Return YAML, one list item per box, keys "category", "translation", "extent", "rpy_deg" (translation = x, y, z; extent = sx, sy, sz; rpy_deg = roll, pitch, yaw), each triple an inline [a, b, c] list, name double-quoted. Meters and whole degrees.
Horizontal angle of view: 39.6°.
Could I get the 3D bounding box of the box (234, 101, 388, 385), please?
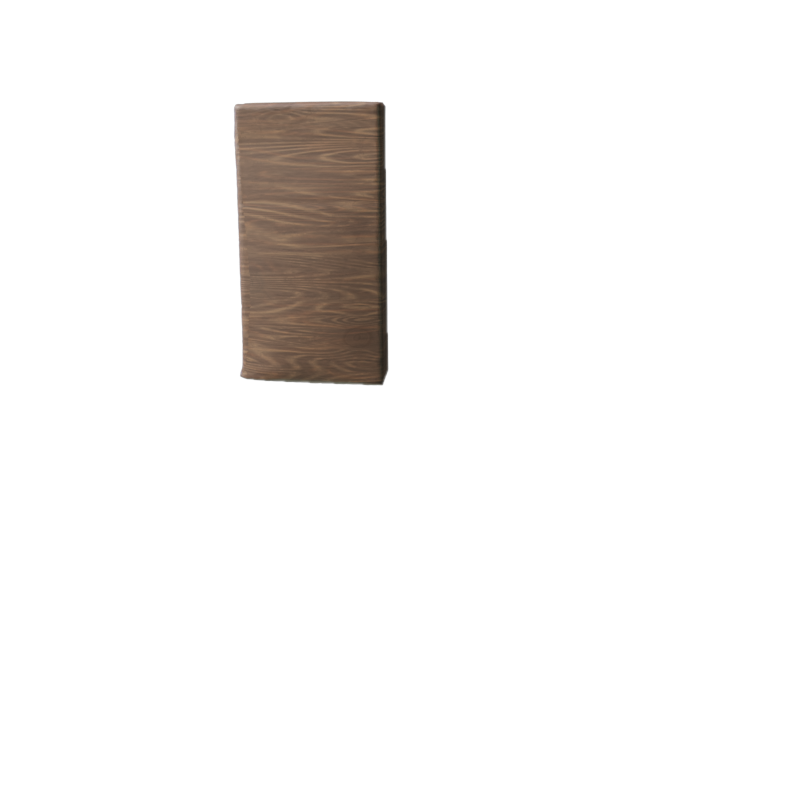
- category: "box"
  translation: [-0.055, -0.100, 0.702]
  extent: [0.094, 0.174, 0.048]
  rpy_deg: [1, 7, 8]
